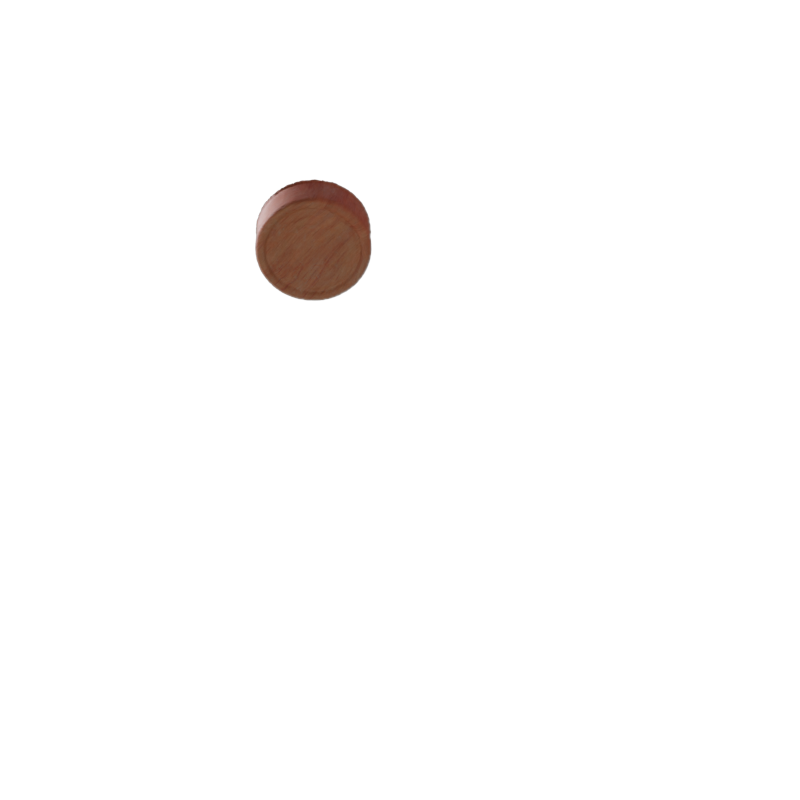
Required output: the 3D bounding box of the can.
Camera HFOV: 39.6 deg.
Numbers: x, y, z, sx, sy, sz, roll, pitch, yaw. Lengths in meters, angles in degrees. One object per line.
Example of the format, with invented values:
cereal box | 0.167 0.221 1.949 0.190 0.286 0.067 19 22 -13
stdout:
can | -0.064 -0.116 0.813 0.086 0.081 0.036 1 32 -1
